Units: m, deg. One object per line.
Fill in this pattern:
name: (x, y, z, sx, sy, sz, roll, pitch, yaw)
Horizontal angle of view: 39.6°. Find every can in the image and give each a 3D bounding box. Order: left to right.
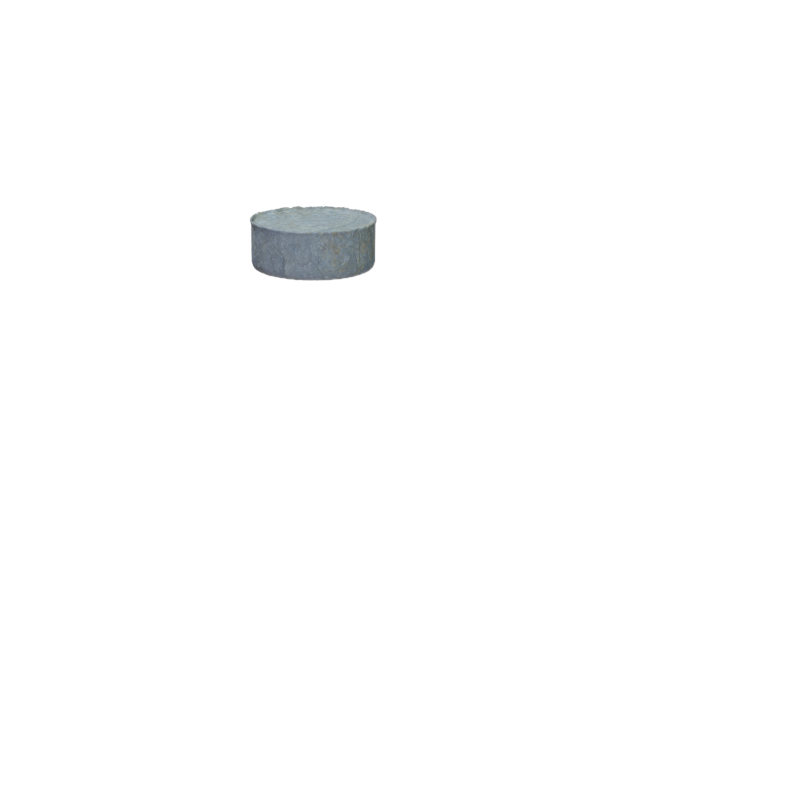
can: (-0.059, -0.107, 0.752, 0.086, 0.032, 0.089, -1, 20, -2)
